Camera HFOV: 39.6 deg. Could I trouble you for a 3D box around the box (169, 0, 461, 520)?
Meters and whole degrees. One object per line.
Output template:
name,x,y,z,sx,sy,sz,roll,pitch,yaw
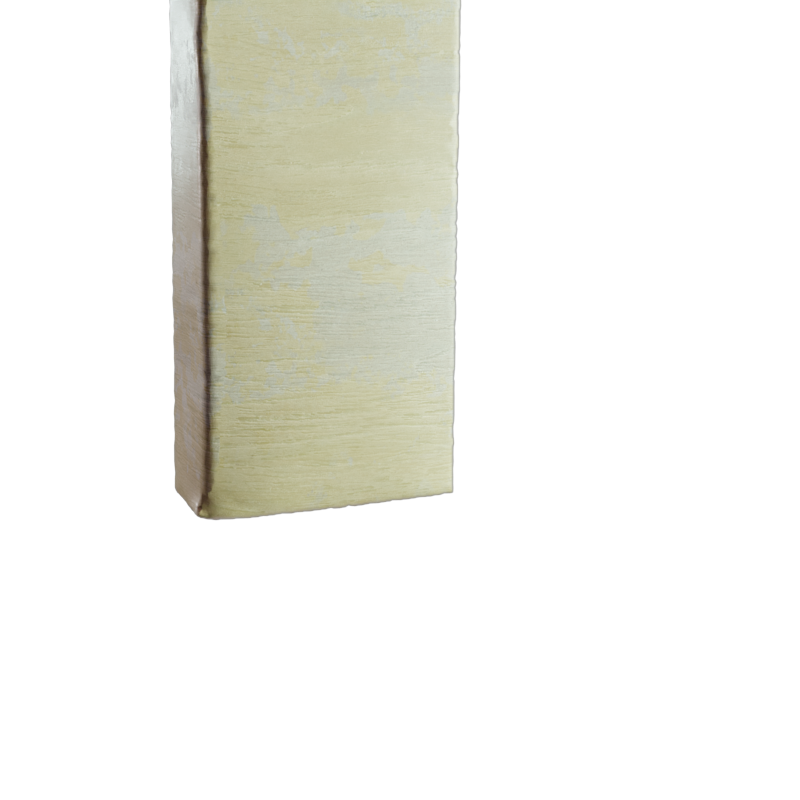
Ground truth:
box,-0.029,-0.054,0.376,0.091,0.174,0.050,-2,5,-24
